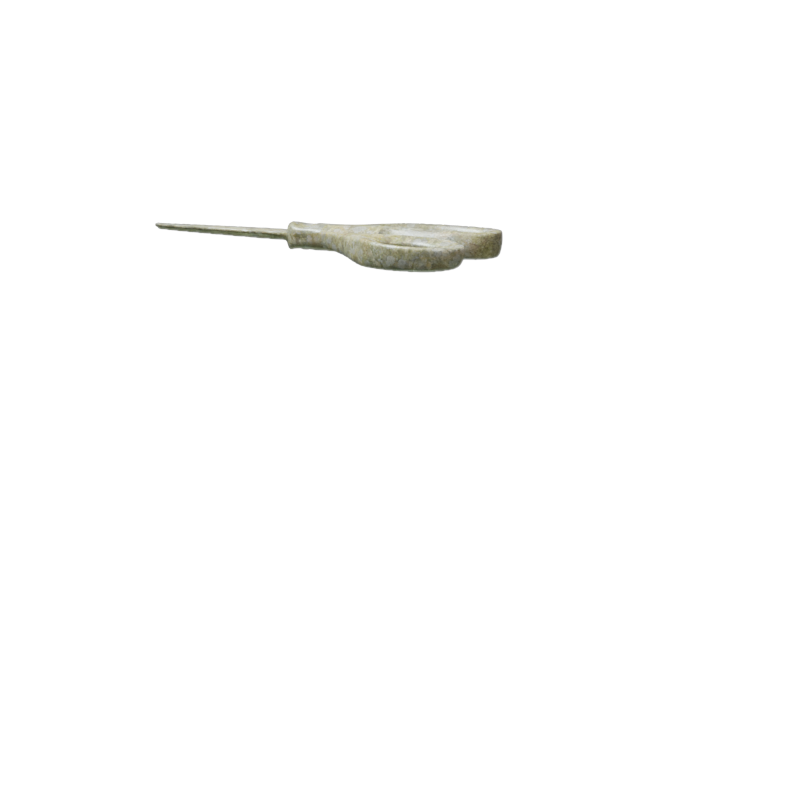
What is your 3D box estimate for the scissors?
[{"bbox_3d":[-0.047,-0.085,0.598,0.204,0.015,0.098,2,16,7],"label":"scissors"}]
